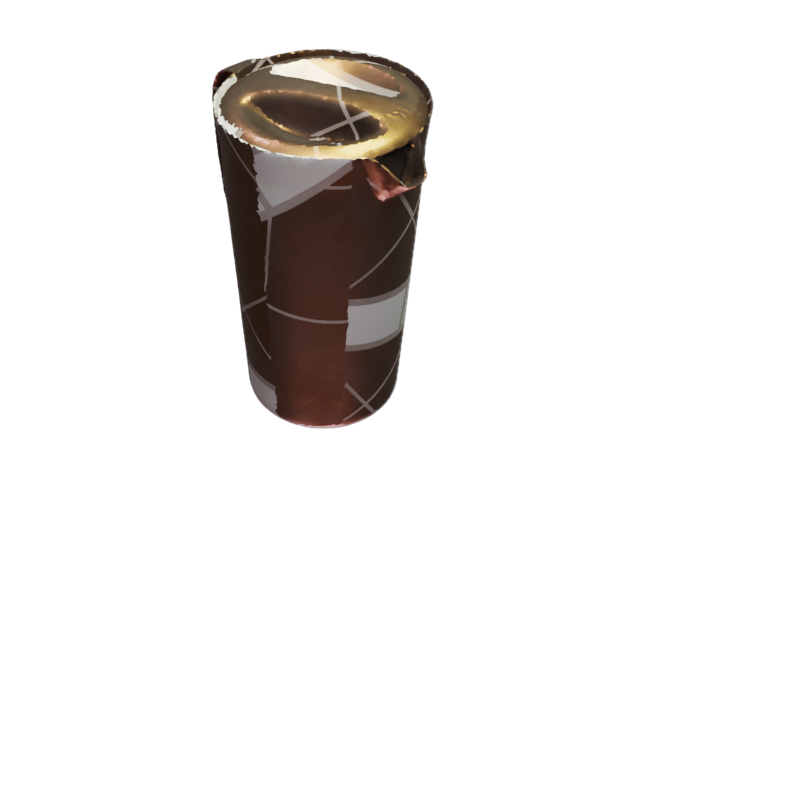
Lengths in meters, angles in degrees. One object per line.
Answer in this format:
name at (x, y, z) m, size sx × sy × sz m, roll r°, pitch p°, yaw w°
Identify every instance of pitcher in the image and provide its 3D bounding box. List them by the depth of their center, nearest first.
pitcher at (-0.058, -0.106, 0.743) m, size 0.145 × 0.227 × 0.159 m, roll 3°, pitch 41°, yaw 0°
